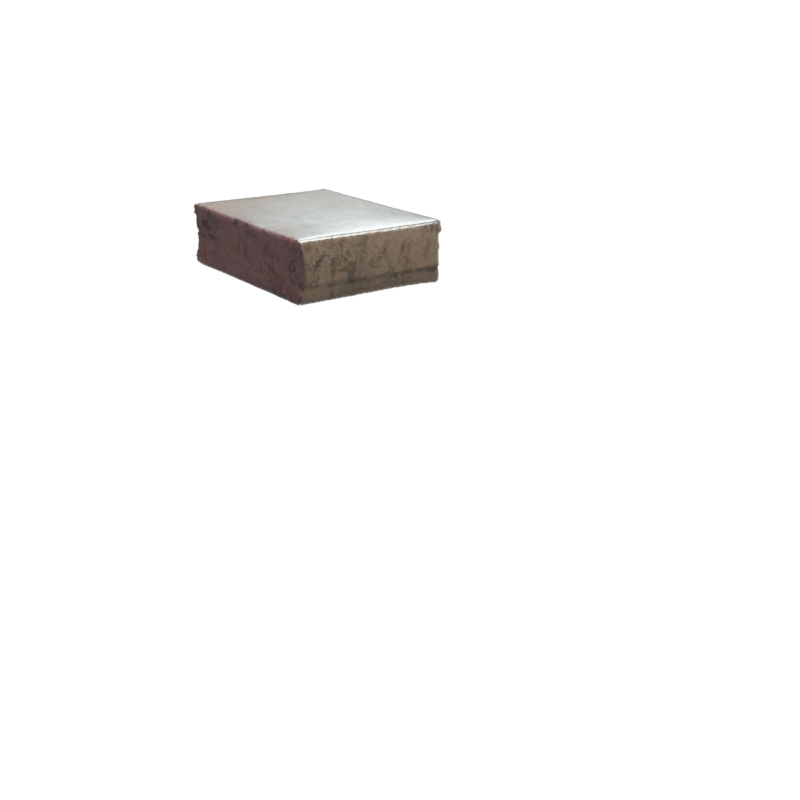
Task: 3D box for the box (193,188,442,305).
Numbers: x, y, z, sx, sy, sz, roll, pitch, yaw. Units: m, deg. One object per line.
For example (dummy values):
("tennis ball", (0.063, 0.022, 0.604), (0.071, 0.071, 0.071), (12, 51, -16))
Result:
("box", (-0.047, -0.086, 0.601), (0.088, 0.038, 0.120), (-12, 21, -34))
